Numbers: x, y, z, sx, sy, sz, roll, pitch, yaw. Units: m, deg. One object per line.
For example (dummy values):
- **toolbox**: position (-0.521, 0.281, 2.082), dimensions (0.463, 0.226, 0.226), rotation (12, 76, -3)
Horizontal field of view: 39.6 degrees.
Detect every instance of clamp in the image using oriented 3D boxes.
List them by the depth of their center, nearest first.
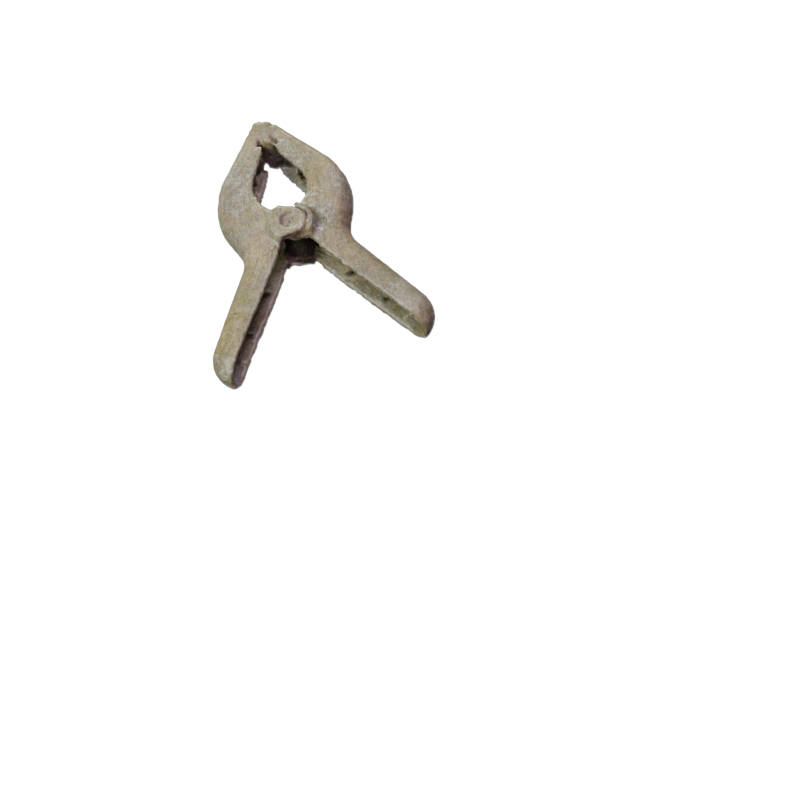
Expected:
- **clamp**: position (-0.049, -0.090, 0.630), dimensions (0.119, 0.183, 0.037), rotation (-6, -31, -4)
